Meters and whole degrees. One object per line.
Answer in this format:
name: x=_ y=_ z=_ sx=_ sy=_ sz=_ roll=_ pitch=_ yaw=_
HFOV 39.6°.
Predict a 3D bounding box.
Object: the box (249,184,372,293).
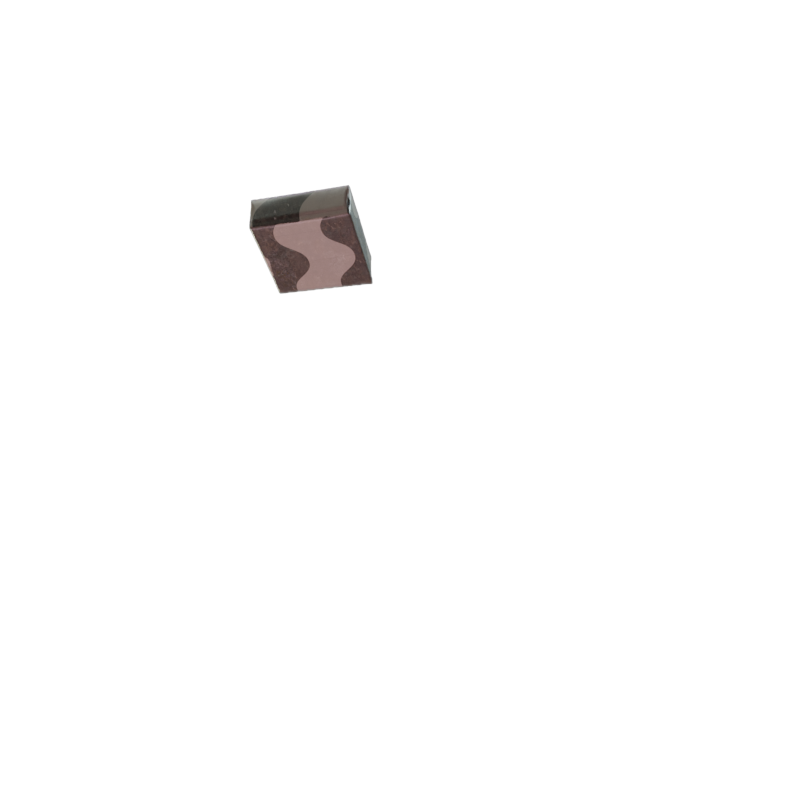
box: x=-0.064 y=-0.116 z=0.812 sx=0.074 sy=0.032 sz=0.083 roll=-6 pitch=-32 yaw=10
